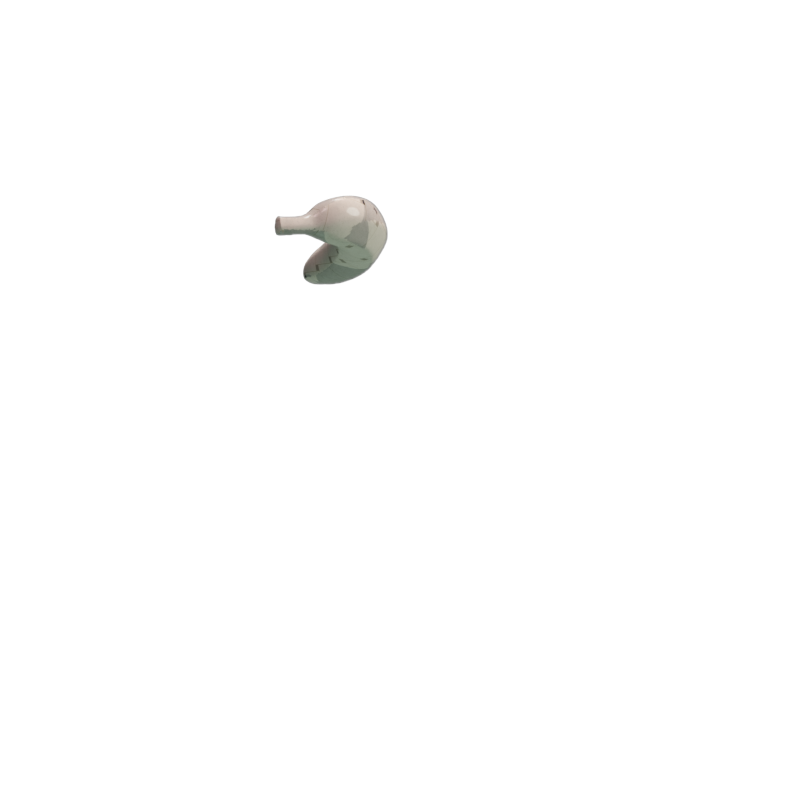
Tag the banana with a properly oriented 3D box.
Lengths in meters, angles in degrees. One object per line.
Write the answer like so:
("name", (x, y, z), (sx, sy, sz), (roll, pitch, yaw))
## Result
("banana", (-0.043, -0.113, 0.781), (0.070, 0.038, 0.192), (0, -5, 2))
